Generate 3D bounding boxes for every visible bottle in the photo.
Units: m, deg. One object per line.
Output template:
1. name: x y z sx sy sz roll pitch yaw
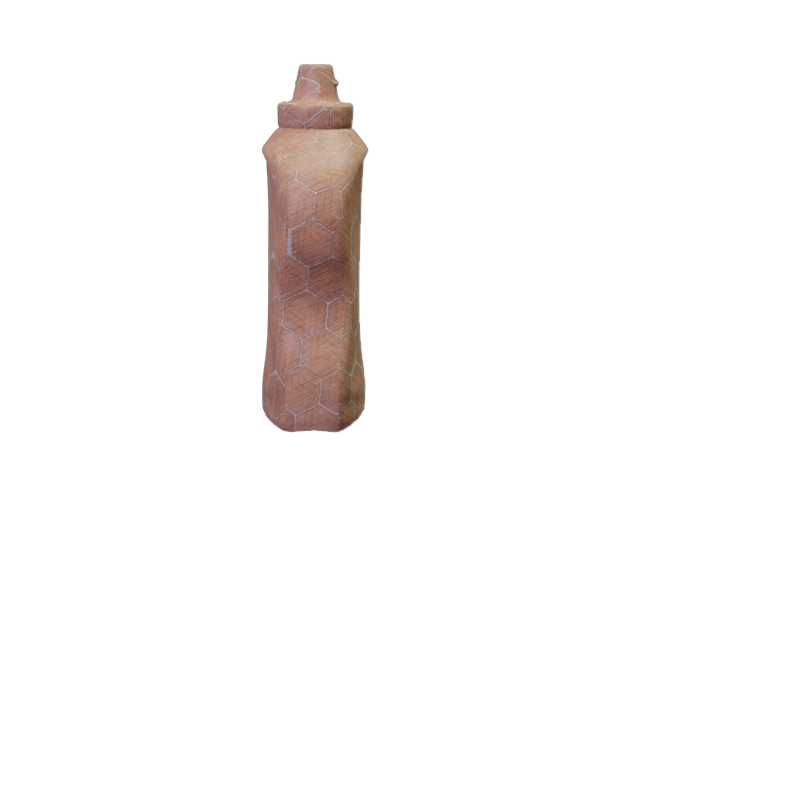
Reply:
1. bottle: -0.047 -0.087 0.606 0.058 0.187 0.098 1 10 -1
